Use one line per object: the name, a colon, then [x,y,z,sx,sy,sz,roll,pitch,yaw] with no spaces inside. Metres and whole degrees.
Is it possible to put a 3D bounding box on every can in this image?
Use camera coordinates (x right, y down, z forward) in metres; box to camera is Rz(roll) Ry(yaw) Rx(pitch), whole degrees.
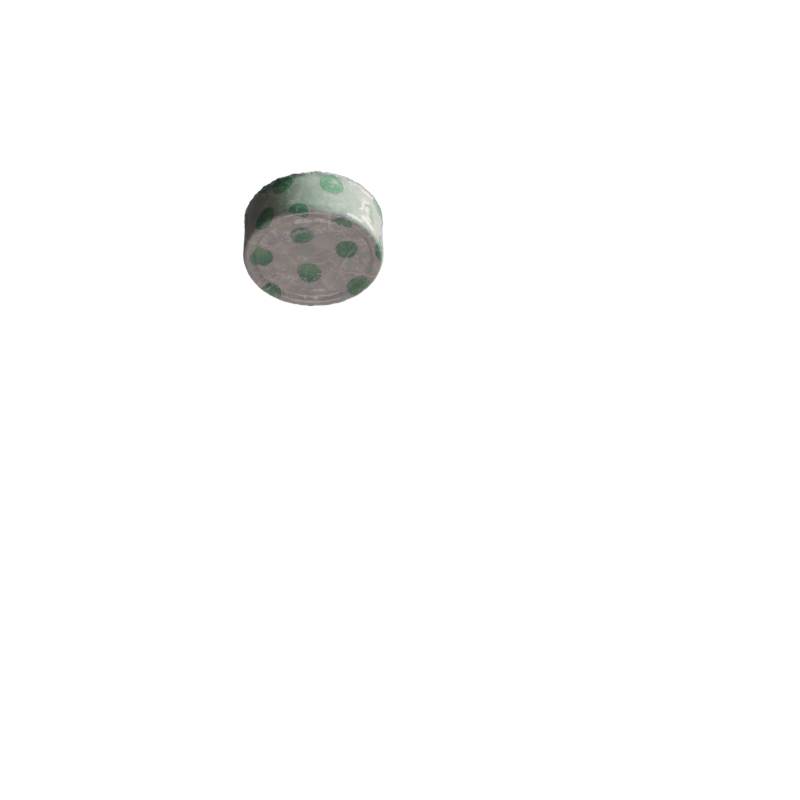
can: [-0.053,-0.096,0.674,0.086,0.036,0.080,1,-40,-1]
